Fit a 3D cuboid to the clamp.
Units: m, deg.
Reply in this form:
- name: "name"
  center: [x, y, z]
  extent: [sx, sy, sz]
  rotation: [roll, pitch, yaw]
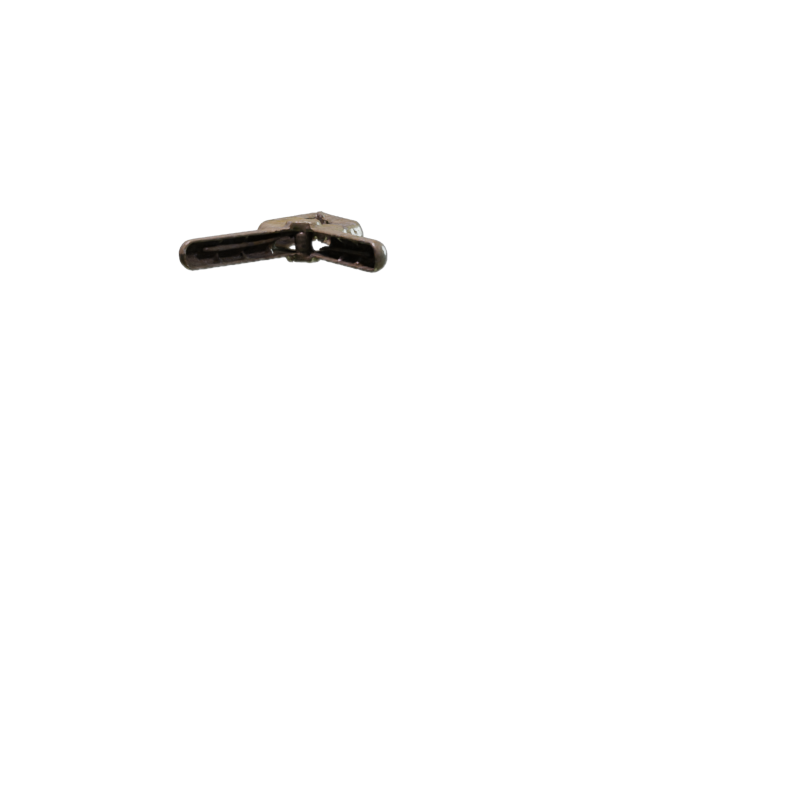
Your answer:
- name: "clamp"
  center: [-0.074, -0.135, 0.943]
  extent: [0.168, 0.035, 0.211]
  rotation: [4, 16, 14]
